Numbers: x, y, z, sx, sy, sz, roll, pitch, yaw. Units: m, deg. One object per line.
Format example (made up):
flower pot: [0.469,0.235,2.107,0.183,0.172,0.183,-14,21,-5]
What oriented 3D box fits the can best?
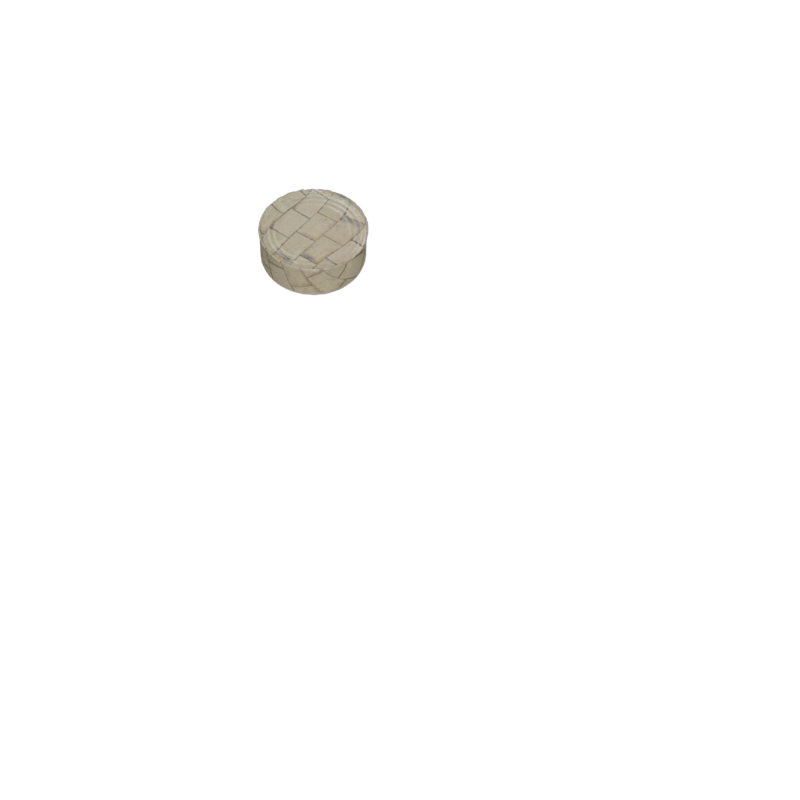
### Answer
can: [-0.068,-0.125,0.872,0.086,0.092,0.031,-1,-38,-1]
